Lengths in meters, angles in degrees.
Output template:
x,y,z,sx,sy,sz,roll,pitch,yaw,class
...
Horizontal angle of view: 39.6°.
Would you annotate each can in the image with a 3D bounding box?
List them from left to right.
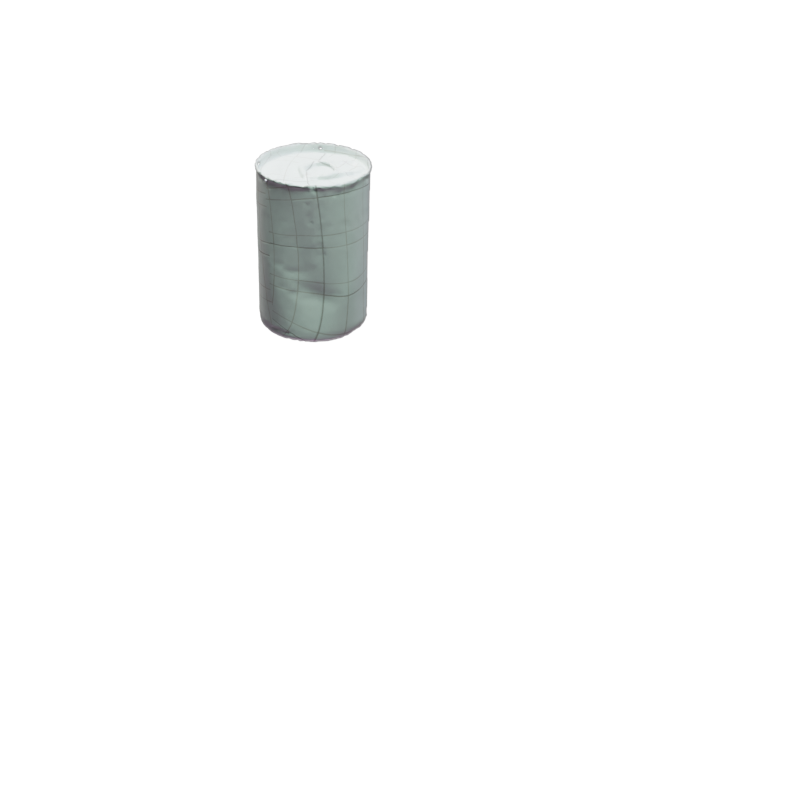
x,y,z,sx,sy,sz,roll,pitch,yaw,class
-0.052,-0.095,0.664,0.068,0.096,0.073,0,29,-2,can
